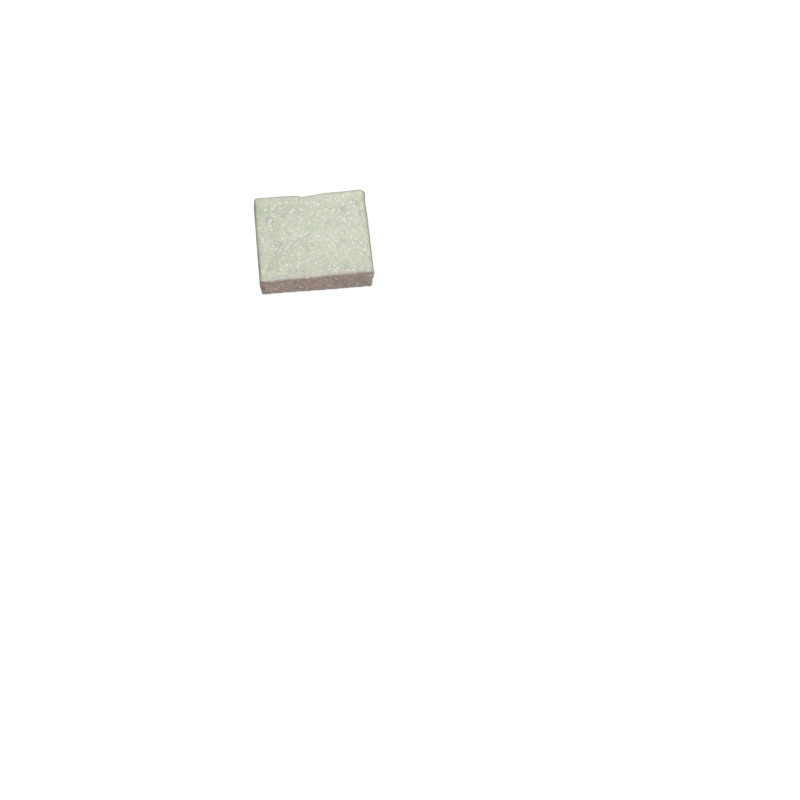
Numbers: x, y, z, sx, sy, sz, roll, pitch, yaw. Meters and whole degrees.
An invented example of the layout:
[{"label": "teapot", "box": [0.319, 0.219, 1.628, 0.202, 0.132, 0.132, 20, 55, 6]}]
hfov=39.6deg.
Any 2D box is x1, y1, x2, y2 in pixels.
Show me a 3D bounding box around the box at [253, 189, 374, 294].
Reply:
[{"label": "box", "box": [-0.068, -0.124, 0.868, 0.089, 0.077, 0.029, -5, -24, -3]}]
